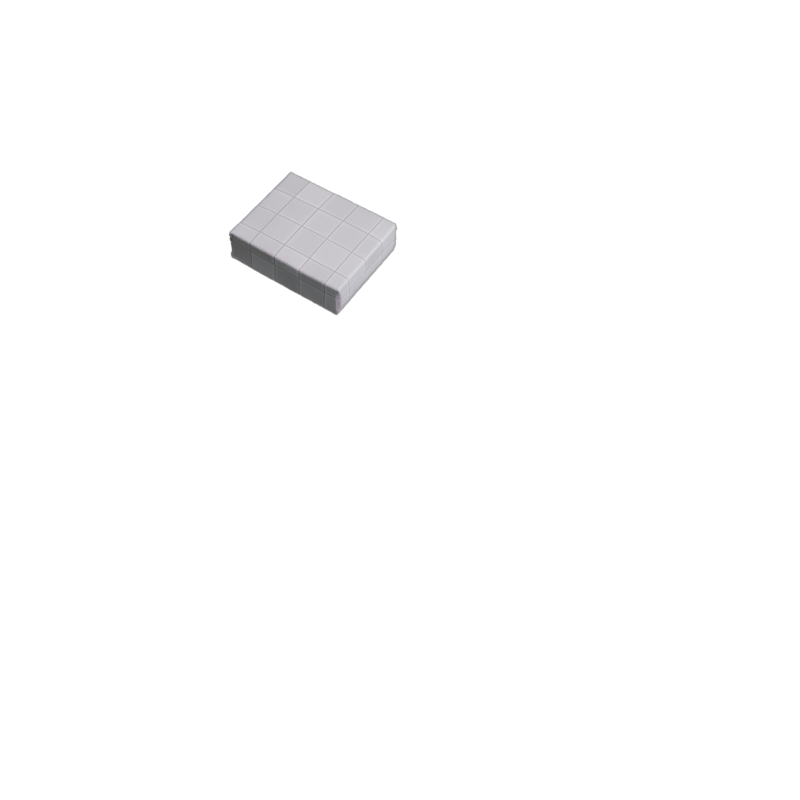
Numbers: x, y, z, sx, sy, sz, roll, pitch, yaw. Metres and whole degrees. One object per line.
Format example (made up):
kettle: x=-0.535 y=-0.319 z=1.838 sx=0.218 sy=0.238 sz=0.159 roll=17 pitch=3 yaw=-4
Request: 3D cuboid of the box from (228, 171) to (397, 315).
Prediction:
box: x=-0.073 y=-0.133 z=0.931 sx=0.119 sy=0.036 sz=0.092 roll=27 pitch=54 yaw=21
